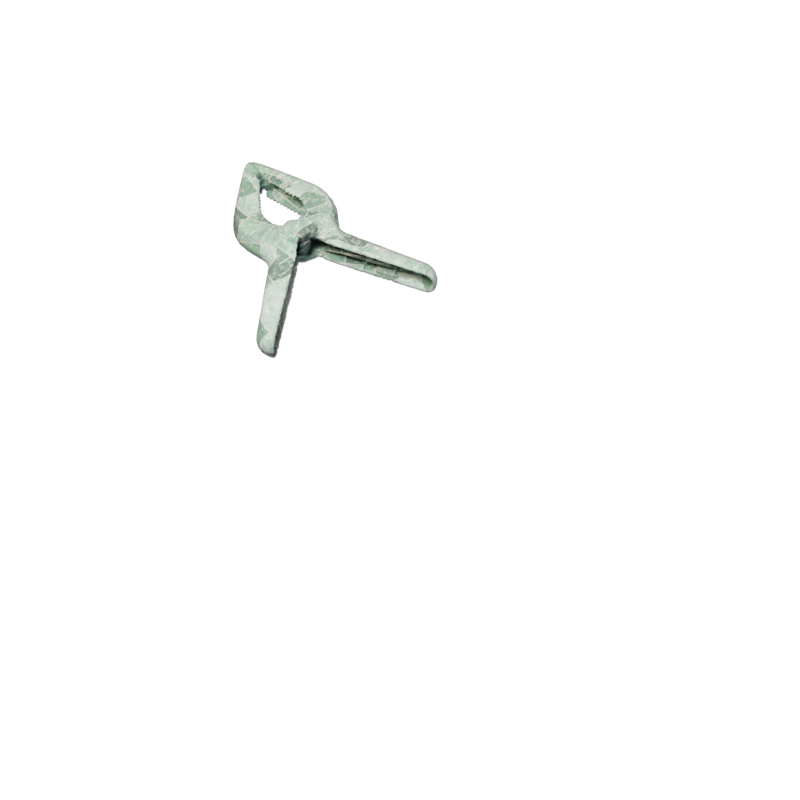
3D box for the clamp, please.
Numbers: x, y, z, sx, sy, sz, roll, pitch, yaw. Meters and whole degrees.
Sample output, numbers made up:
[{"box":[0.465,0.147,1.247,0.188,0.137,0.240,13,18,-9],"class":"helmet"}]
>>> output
[{"box":[-0.076,-0.139,0.971,0.163,0.227,0.034,-17,-38,-14],"class":"clamp"}]
